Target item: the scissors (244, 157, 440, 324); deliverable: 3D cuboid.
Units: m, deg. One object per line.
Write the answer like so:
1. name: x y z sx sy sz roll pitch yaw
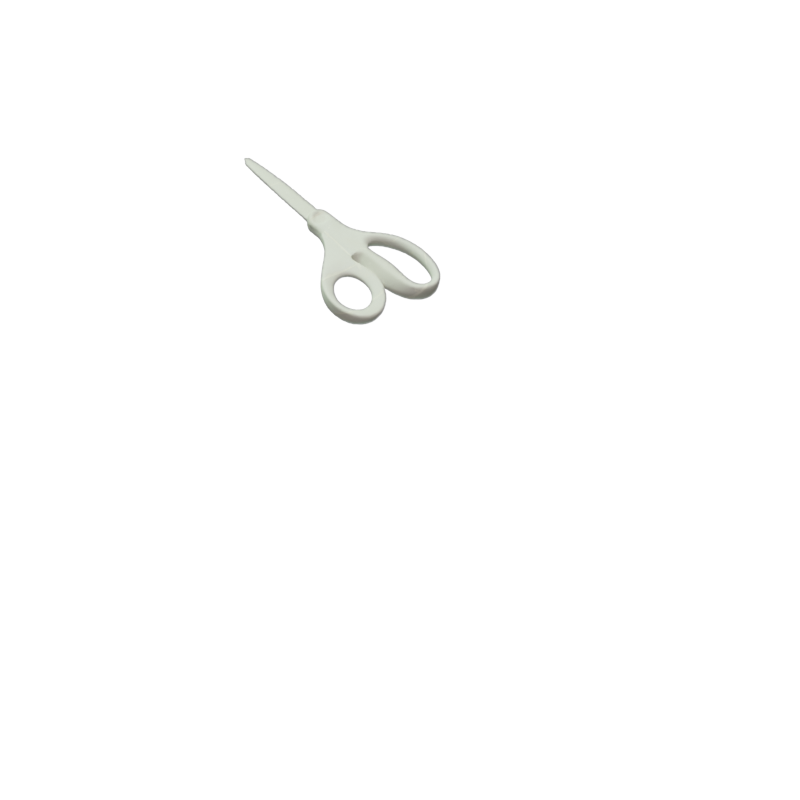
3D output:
1. scissors: -0.066 -0.120 0.844 0.212 0.015 0.098 28 55 22
